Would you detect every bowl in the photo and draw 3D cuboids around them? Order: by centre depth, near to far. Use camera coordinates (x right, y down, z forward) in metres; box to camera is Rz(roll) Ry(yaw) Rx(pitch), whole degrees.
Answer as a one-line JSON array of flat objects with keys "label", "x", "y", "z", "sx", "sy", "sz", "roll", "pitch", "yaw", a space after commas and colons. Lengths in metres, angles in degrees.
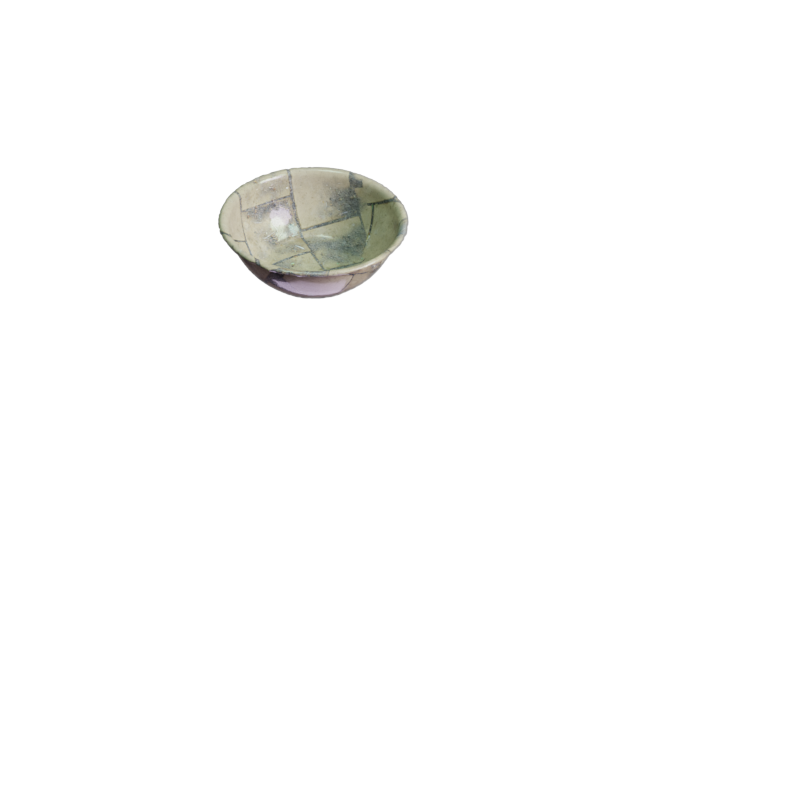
[{"label": "bowl", "x": -0.075, "y": -0.137, "z": 0.959, "sx": 0.162, "sy": 0.051, "sz": 0.174, "roll": -1, "pitch": 41, "yaw": -2}]
